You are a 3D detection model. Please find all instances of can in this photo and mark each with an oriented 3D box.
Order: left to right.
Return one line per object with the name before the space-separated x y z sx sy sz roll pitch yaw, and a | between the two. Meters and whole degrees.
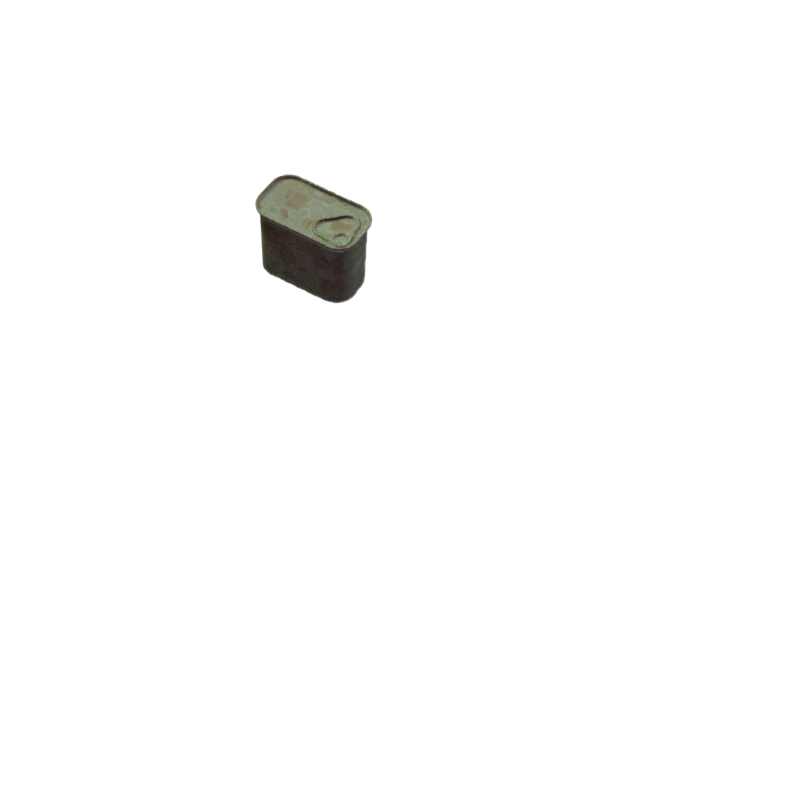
can | -0.078 -0.142 0.997 0.106 0.059 0.078 27 -33 18
